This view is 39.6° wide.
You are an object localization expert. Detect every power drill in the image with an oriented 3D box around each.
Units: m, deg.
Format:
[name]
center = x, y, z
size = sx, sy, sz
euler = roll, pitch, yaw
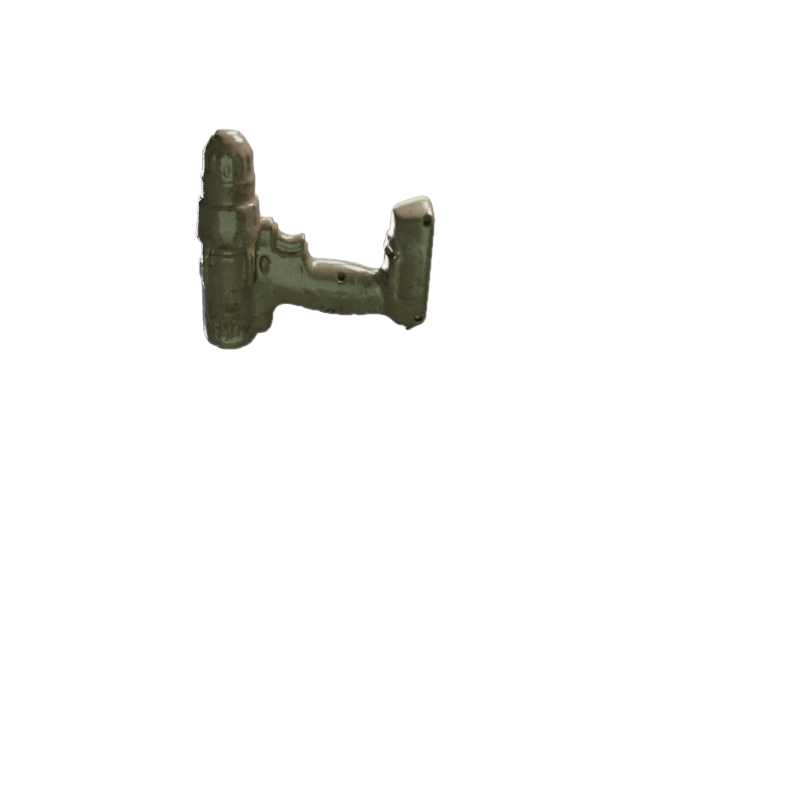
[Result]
[power drill]
center = -0.069, -0.127, 0.887
size = 0.187, 0.175, 0.061
euler = 2, 27, -1
